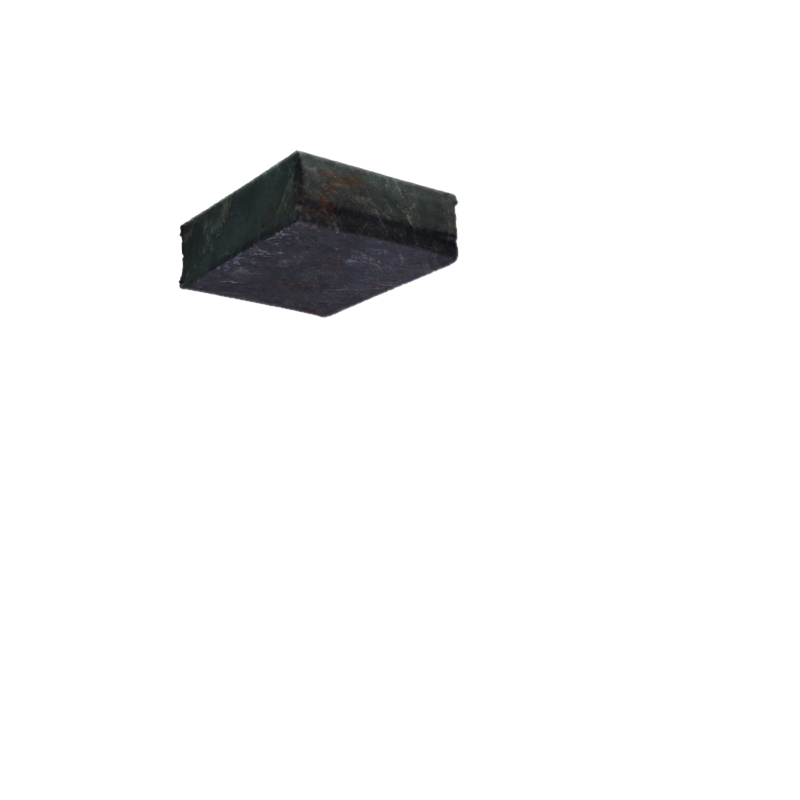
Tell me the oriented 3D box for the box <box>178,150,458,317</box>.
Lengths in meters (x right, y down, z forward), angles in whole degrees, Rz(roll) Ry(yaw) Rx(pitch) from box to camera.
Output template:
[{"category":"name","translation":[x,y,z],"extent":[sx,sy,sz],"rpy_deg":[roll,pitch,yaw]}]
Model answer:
[{"category":"box","translation":[-0.041,-0.076,0.529],"extent":[0.085,0.041,0.114],"rpy_deg":[11,-19,-35]}]
